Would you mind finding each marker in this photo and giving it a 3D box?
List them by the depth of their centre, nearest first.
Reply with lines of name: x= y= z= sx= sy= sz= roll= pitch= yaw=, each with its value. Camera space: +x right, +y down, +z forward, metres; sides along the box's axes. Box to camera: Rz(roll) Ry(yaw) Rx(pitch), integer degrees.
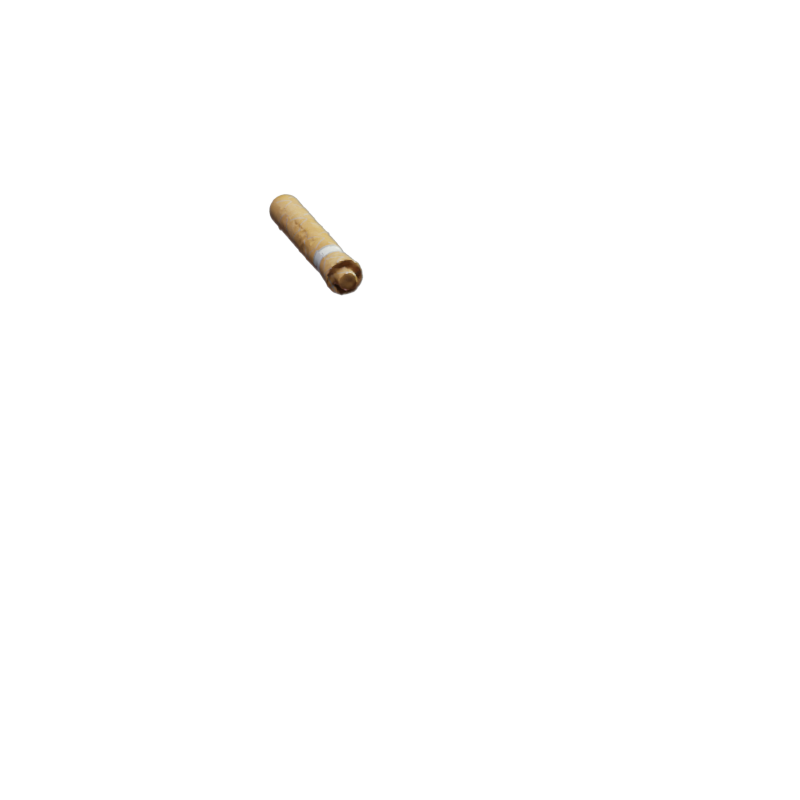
marker: x=-0.046 y=-0.084 z=0.585 sx=0.019 sy=0.019 sz=0.129 roll=-2 pitch=25 yaw=-20
